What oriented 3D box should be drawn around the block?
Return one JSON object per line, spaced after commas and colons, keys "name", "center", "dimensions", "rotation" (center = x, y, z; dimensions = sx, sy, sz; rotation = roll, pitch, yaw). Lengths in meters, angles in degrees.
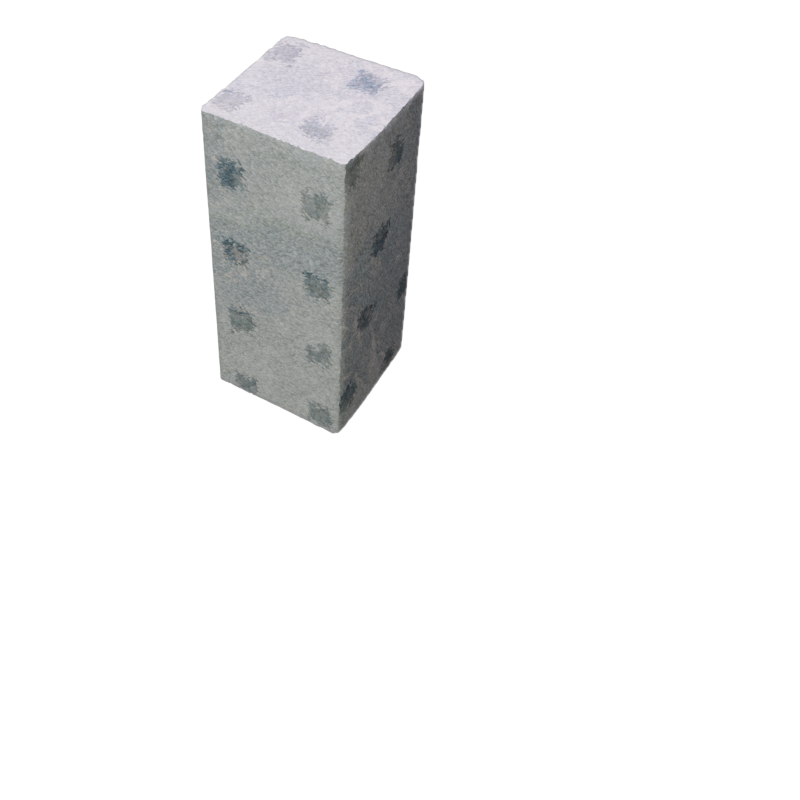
{"name": "block", "center": [-0.050, -0.093, 0.647], "dimensions": [0.095, 0.192, 0.093], "rotation": [23, 48, 19]}
